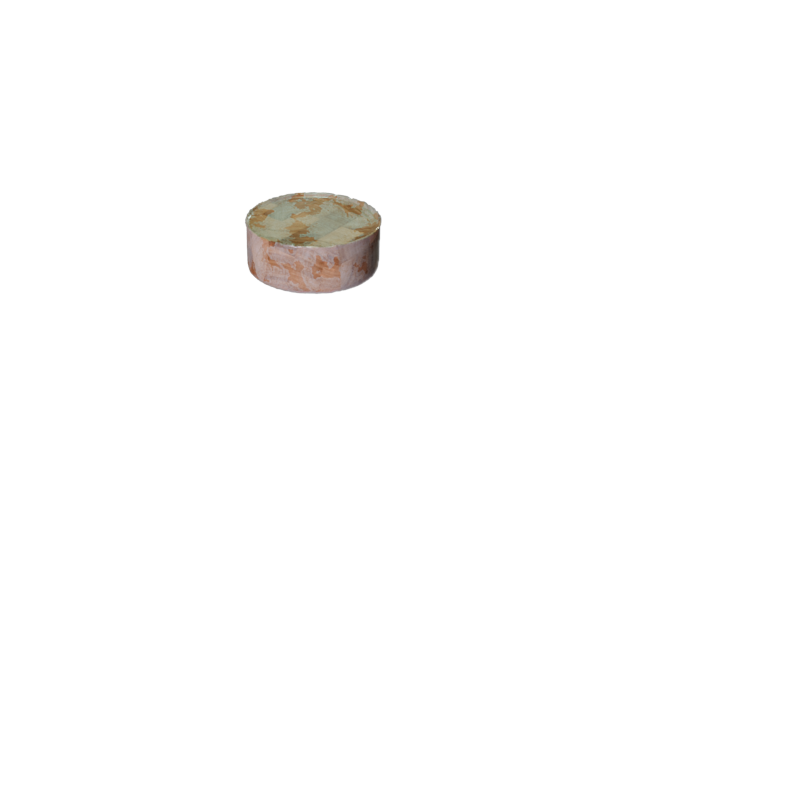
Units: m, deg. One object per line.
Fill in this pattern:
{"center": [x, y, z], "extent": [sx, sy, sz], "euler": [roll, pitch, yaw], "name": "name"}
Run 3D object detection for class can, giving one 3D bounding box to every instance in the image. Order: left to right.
{"center": [-0.055, -0.100, 0.703], "extent": [0.086, 0.032, 0.091], "euler": [-1, 31, -2], "name": "can"}
